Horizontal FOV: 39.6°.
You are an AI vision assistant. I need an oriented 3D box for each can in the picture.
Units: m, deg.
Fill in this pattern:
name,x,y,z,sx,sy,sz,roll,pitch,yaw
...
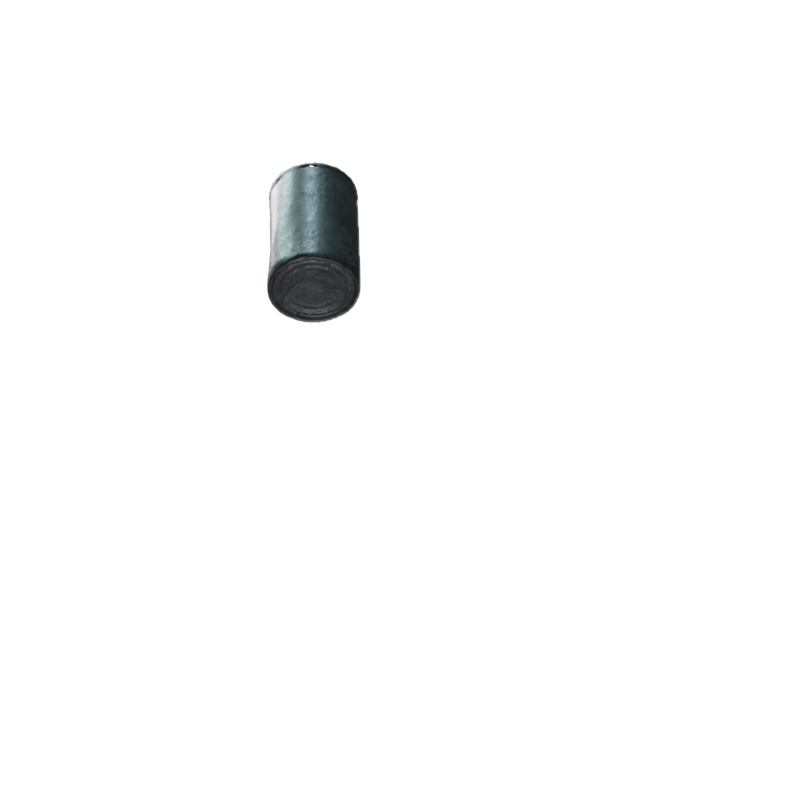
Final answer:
name,x,y,z,sx,sy,sz,roll,pitch,yaw
can,-0.063,-0.116,0.809,0.068,0.110,0.064,-1,-43,-3
